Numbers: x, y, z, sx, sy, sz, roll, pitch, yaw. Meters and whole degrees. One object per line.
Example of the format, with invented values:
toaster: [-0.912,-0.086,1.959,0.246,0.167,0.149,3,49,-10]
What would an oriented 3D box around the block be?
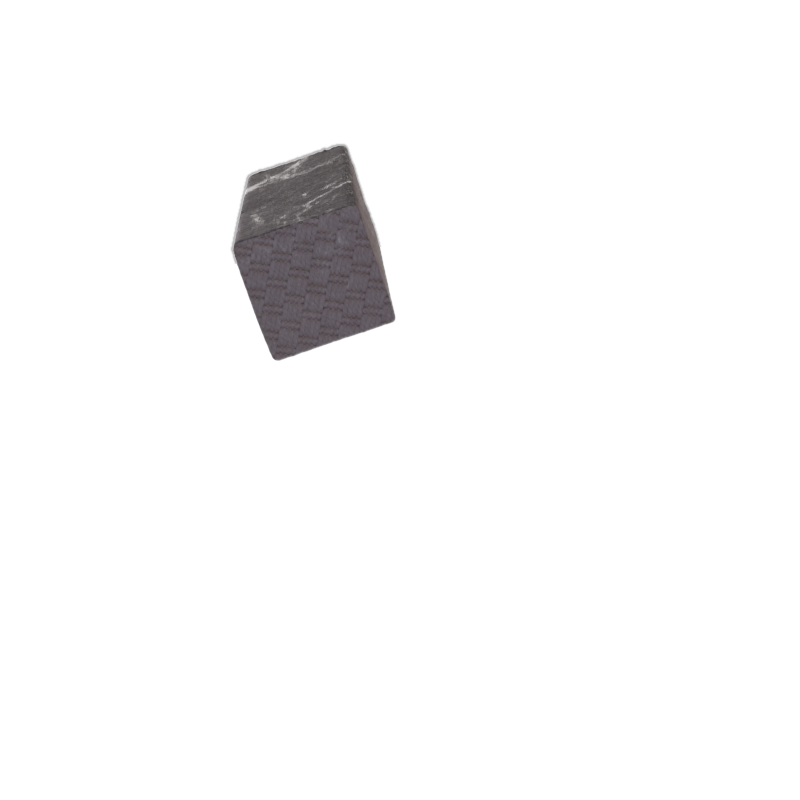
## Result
block: [-0.066,-0.120,0.839,0.091,0.086,0.216,-18,22,4]
